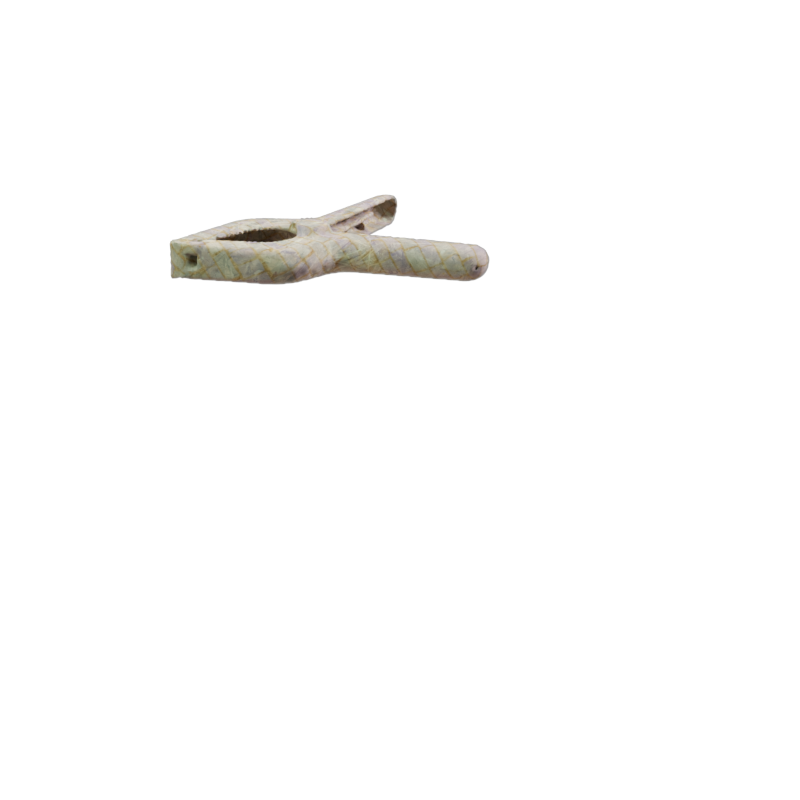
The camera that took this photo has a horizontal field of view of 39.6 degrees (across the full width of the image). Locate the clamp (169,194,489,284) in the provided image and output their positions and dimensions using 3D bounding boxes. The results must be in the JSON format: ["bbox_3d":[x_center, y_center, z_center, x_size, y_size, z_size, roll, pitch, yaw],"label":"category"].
[{"bbox_3d":[-0.062,-0.114,0.798,0.207,0.035,0.174,-6,24,-14],"label":"clamp"}]
